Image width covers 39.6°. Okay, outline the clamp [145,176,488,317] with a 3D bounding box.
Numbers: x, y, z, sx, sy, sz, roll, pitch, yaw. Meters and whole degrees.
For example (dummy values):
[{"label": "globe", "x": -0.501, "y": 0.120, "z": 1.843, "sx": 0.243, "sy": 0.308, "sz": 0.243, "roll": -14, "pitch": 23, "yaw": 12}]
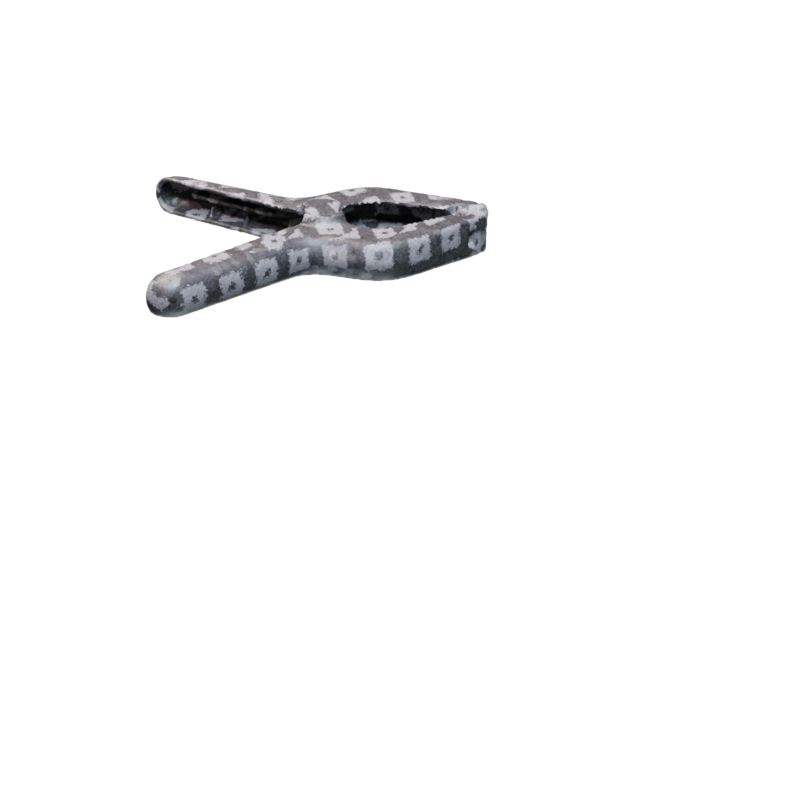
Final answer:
[{"label": "clamp", "x": -0.051, "y": -0.094, "z": 0.657, "sx": 0.210, "sy": 0.034, "sz": 0.174, "roll": 0, "pitch": 32, "yaw": 0}]
